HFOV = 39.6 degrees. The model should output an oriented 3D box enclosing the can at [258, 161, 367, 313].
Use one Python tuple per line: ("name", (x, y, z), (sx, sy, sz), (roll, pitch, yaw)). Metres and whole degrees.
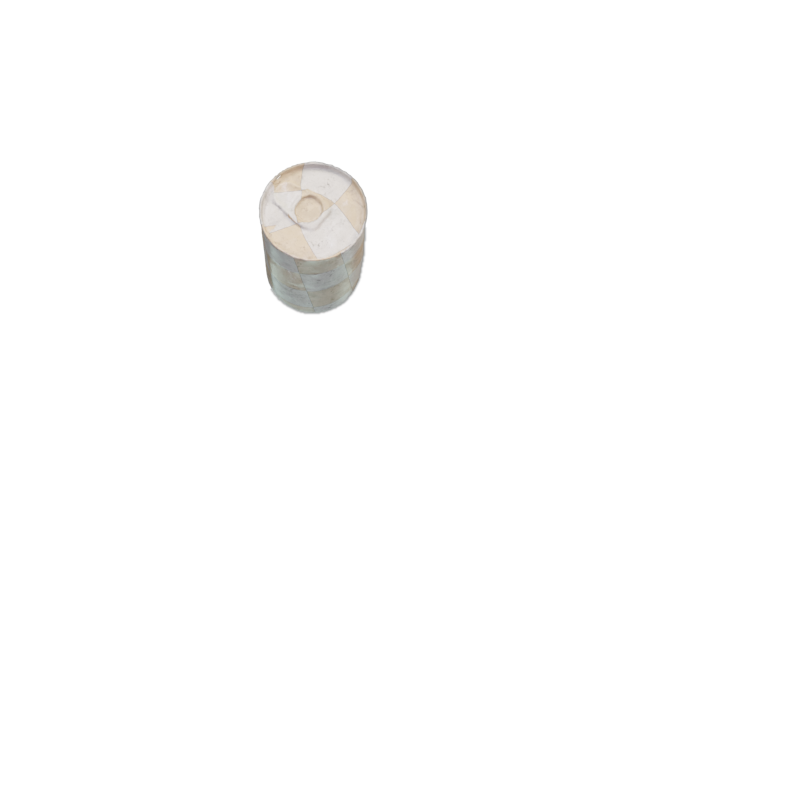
("can", (-0.058, -0.105, 0.735), (0.068, 0.072, 0.098), (0, -18, -3))
